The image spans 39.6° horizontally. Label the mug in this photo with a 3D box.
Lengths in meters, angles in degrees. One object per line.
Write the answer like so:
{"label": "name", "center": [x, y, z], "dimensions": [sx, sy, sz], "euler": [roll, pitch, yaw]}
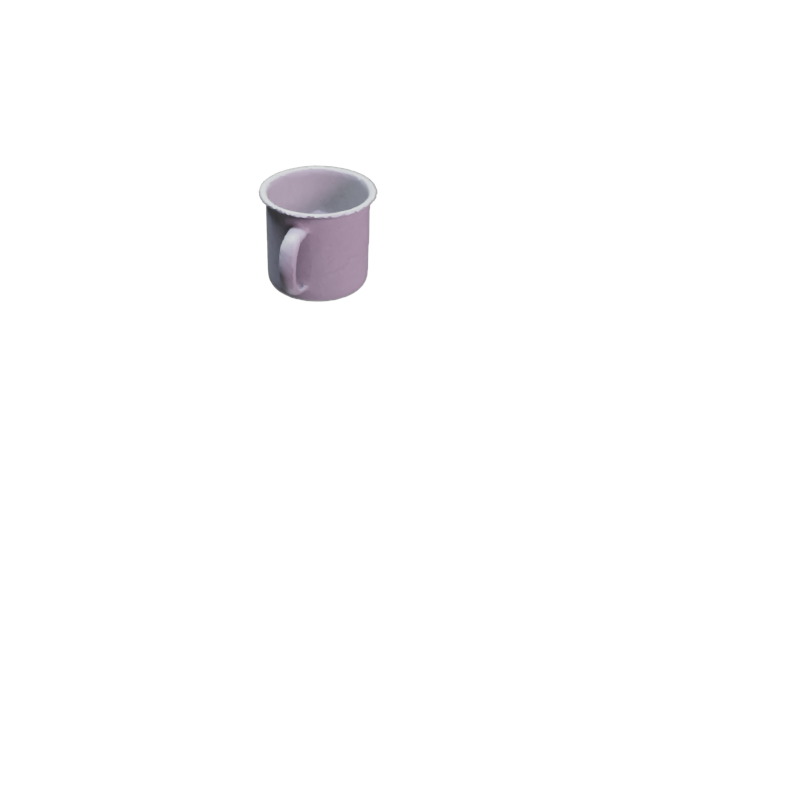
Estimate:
{"label": "mug", "center": [-0.069, -0.125, 0.877], "dimensions": [0.095, 0.077, 0.122], "euler": [9, 34, 12]}
